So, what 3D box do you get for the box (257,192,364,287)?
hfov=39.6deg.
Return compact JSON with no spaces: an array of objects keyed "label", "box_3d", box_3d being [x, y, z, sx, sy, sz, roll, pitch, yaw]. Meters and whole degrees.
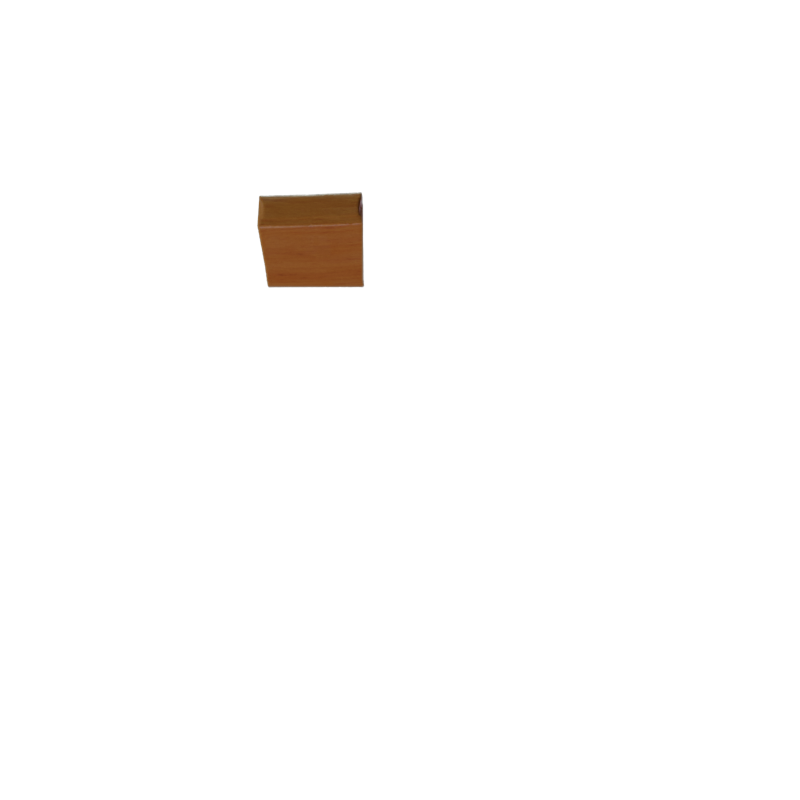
[{"label":"box","box_3d":[-0.063,-0.115,0.803,0.073,0.032,0.084,-1,-27,1]}]
